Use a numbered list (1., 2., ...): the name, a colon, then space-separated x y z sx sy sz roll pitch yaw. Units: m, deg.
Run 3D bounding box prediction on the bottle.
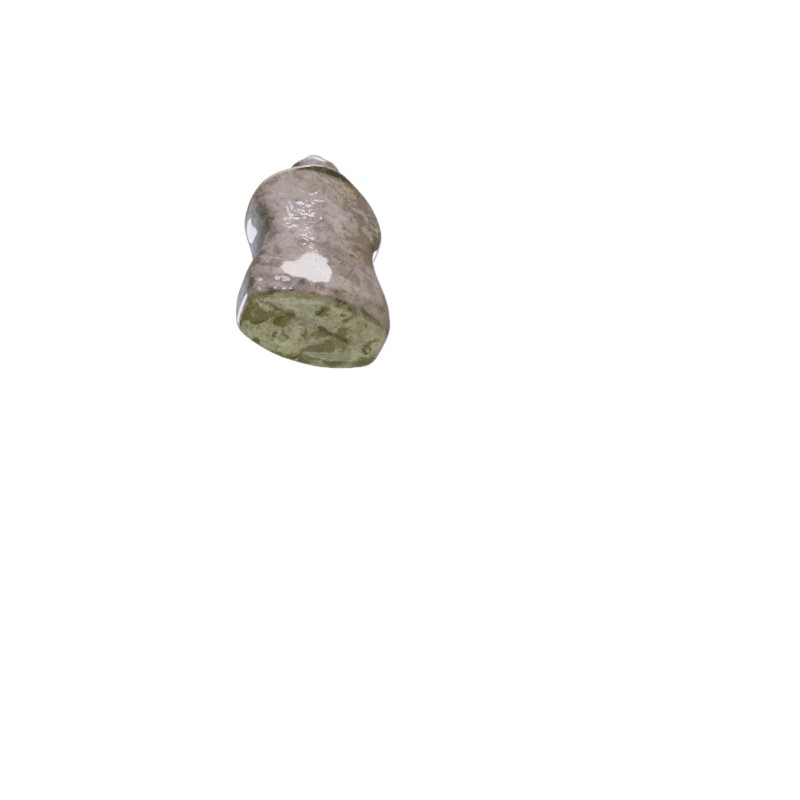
1. bottle: -0.060 -0.109 0.762 0.094 0.056 0.206 13 40 -14
